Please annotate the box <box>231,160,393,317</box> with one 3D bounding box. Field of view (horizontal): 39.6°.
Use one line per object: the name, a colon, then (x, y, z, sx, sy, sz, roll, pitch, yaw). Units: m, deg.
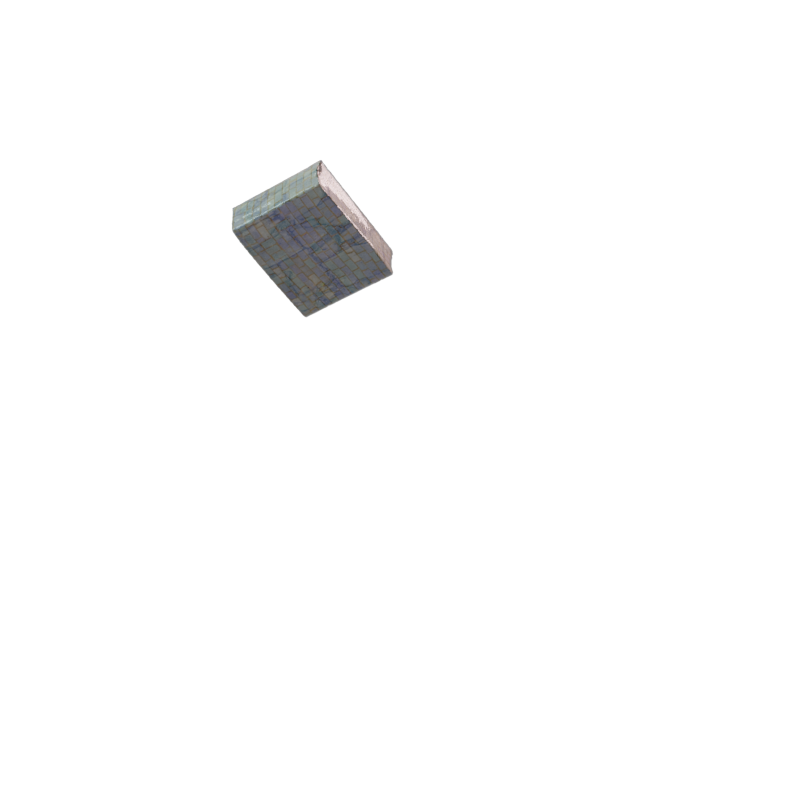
box: (-0.072, -0.130, 0.913, 0.090, 0.042, 0.106, -26, -53, 21)
